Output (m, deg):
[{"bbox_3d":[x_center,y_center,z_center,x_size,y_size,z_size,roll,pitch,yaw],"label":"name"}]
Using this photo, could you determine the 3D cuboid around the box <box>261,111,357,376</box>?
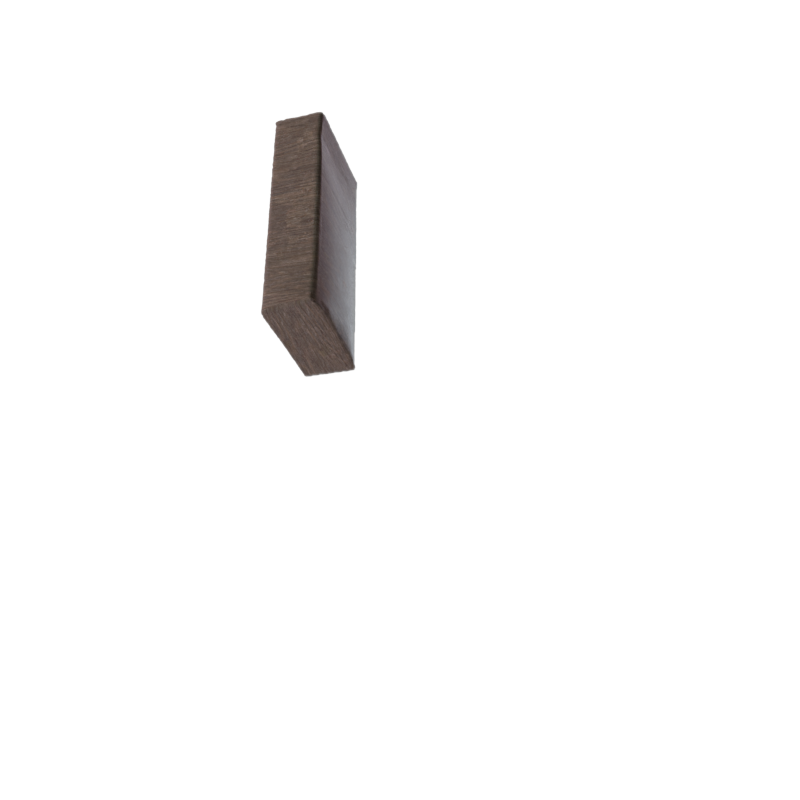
[{"bbox_3d":[-0.065,-0.117,0.823,0.048,0.189,0.086,-12,-36,12],"label":"box"}]
